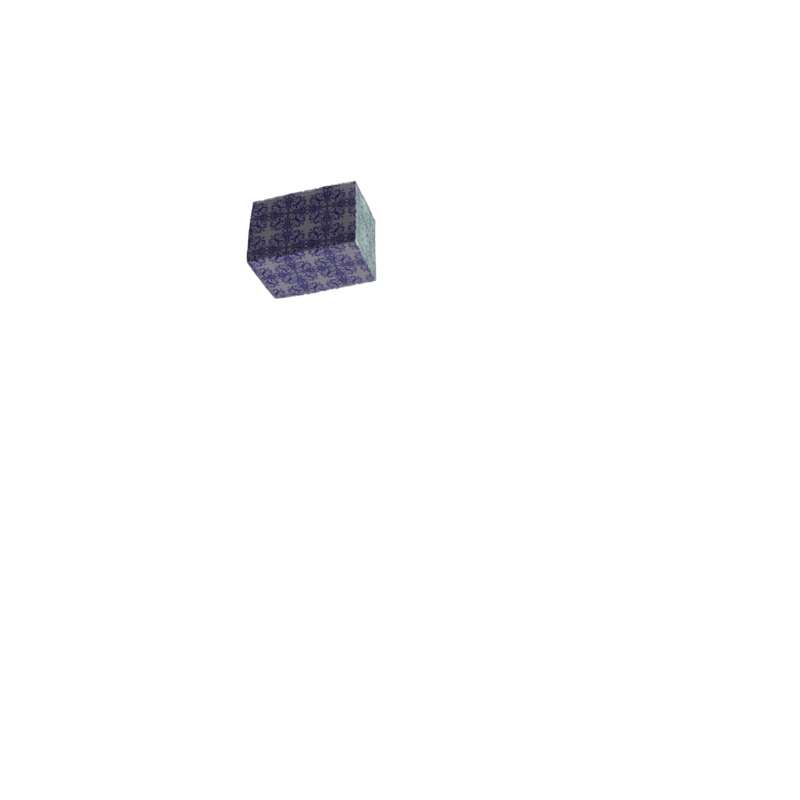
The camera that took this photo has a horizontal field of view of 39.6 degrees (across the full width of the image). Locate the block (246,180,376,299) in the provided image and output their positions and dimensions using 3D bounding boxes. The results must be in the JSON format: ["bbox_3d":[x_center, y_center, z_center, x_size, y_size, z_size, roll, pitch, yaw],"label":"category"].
[{"bbox_3d":[-0.060,-0.109,0.764,0.079,0.055,0.049,-9,-32,14],"label":"block"}]
